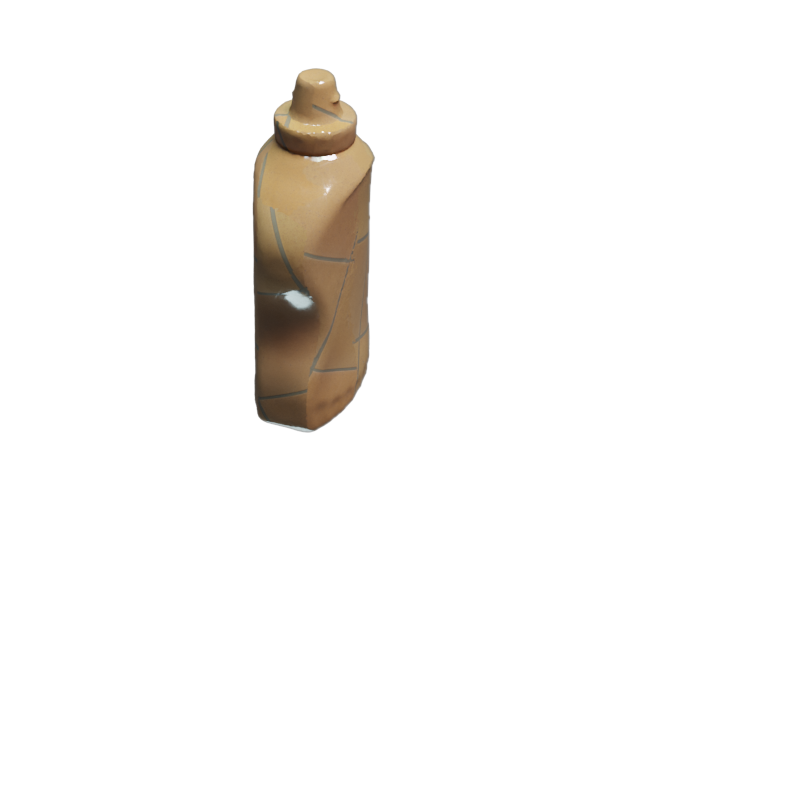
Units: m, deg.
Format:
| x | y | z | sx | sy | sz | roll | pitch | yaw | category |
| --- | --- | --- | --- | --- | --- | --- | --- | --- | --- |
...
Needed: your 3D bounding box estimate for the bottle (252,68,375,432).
| x | y | z | sx | sy | sz | roll | pitch | yaw | category |
| --- | --- | --- | --- | --- | --- | --- | --- | --- | --- |
| -0.045 | -0.083 | 0.582 | 0.060 | 0.179 | 0.100 | 14 | 38 | 14 | bottle |
